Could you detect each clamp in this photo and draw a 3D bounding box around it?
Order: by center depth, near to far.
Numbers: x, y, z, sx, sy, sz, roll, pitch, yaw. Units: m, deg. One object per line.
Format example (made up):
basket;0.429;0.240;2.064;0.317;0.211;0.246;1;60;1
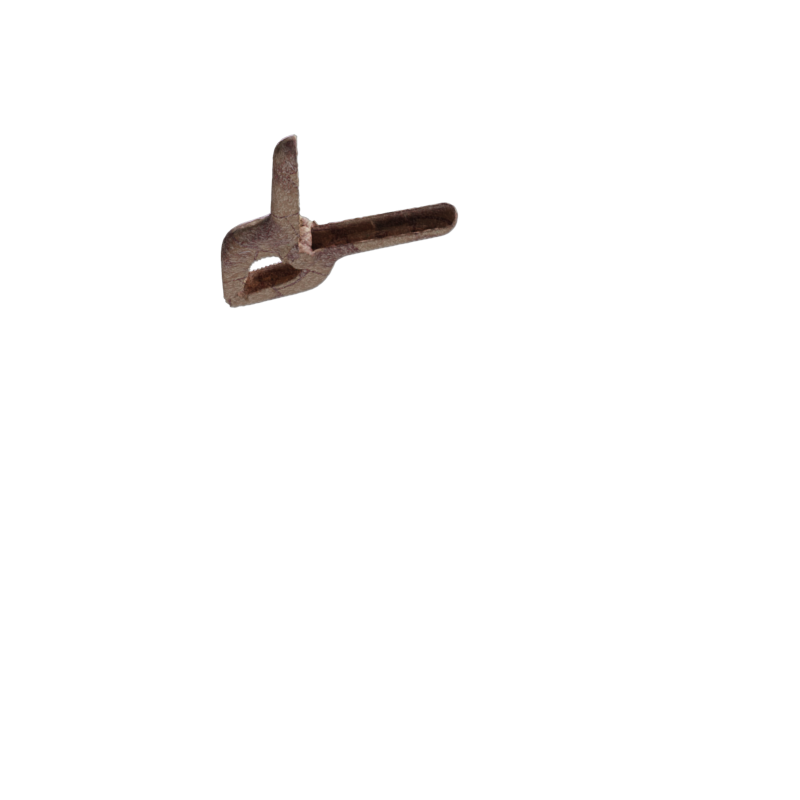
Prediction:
clamp;-0.069;-0.125;0.878;0.157;0.039;0.207;16;-32;-28
